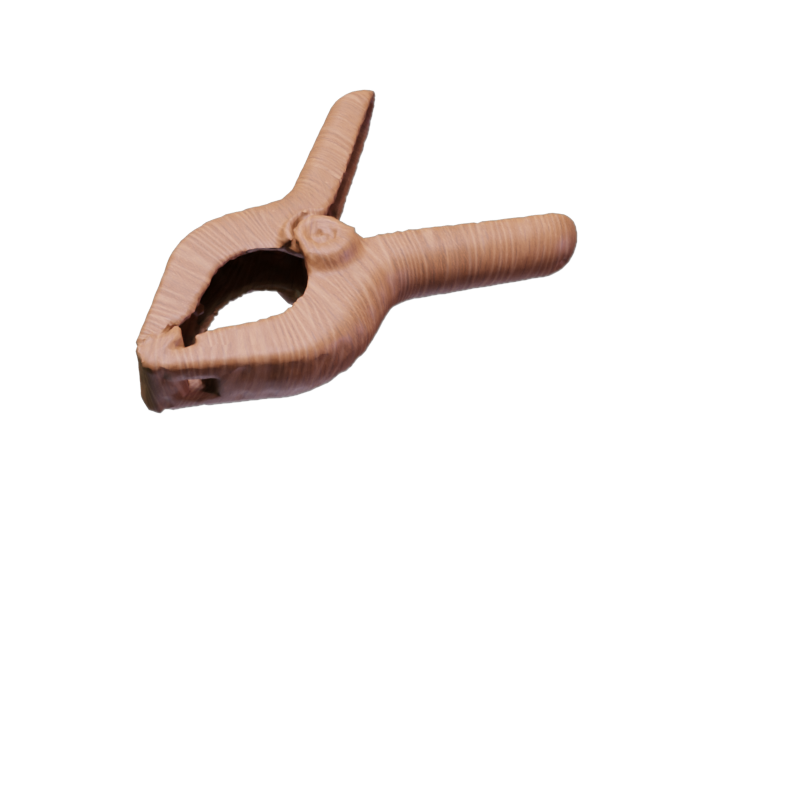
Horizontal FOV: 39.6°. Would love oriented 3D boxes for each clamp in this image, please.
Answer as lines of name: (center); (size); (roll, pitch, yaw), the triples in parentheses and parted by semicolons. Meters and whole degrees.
clamp: (-0.033, -0.059, 0.416); (0.171, 0.036, 0.129); (-28, 50, -26)
